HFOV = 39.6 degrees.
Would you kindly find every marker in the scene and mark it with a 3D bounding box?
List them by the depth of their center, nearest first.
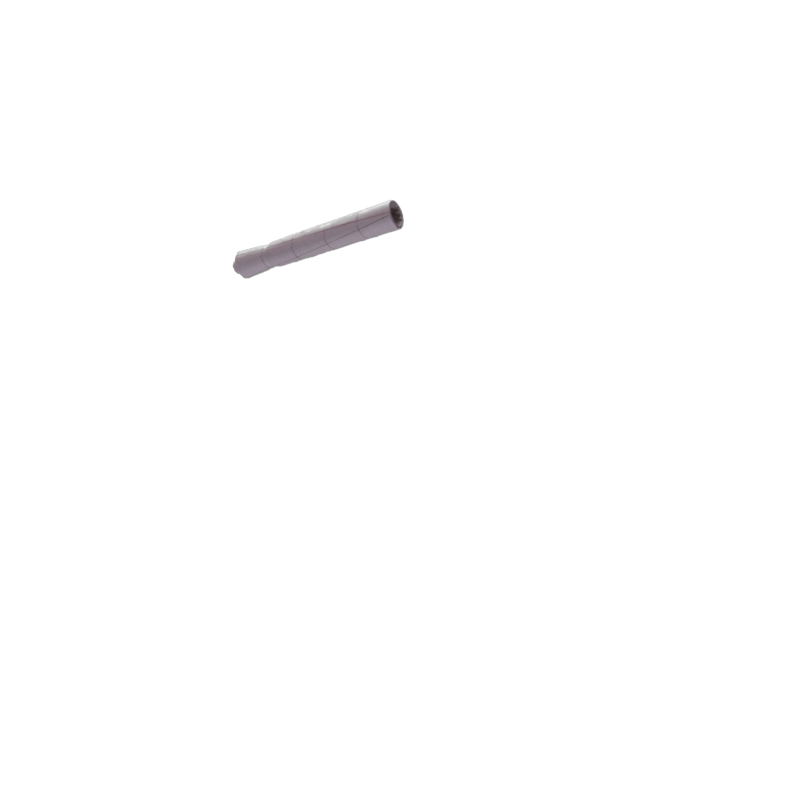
[{"bbox_3d":[-0.054,-0.099,0.695,0.123,0.020,0.019,-14,-3,29],"label":"marker"}]
